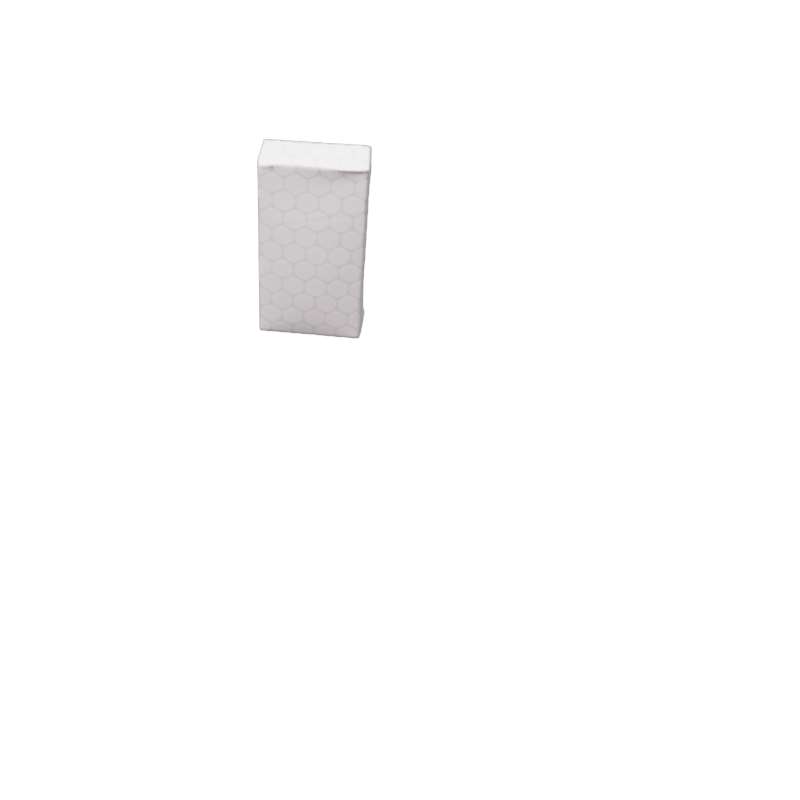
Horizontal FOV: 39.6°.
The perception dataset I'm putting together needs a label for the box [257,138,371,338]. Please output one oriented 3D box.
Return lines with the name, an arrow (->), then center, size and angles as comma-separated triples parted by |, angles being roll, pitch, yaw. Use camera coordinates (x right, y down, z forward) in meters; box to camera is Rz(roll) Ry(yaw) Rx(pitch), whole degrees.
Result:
box -> -0.074, -0.135, 0.948 | 0.094, 0.164, 0.051 | 5, 40, 3
